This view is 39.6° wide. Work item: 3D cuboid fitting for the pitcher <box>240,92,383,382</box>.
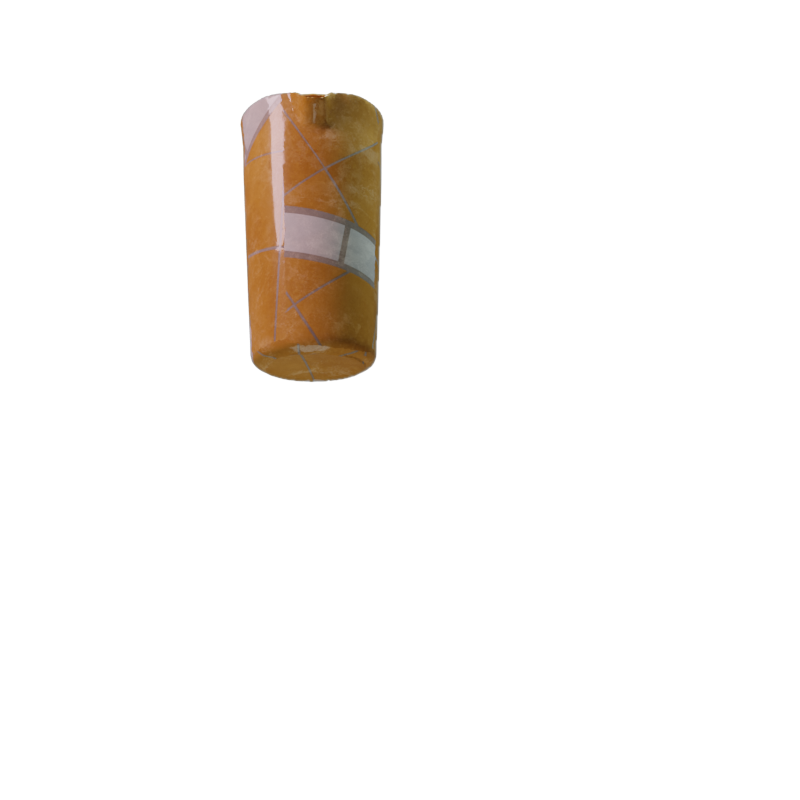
[{"bbox_3d":[-0.078,-0.143,1.000,0.147,0.255,0.140,-17,-25,37],"label":"pitcher"}]
